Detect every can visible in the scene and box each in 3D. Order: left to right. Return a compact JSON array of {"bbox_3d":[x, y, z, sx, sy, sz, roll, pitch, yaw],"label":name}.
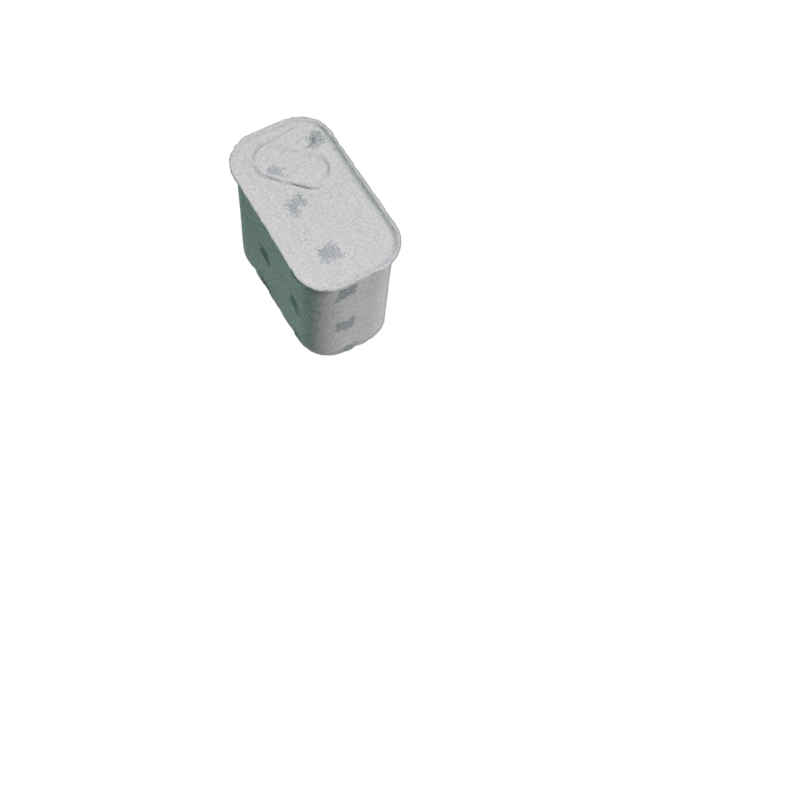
[{"bbox_3d":[-0.046,-0.083,0.584,0.057,0.108,0.079,-26,-24,-15],"label":"can"}]
